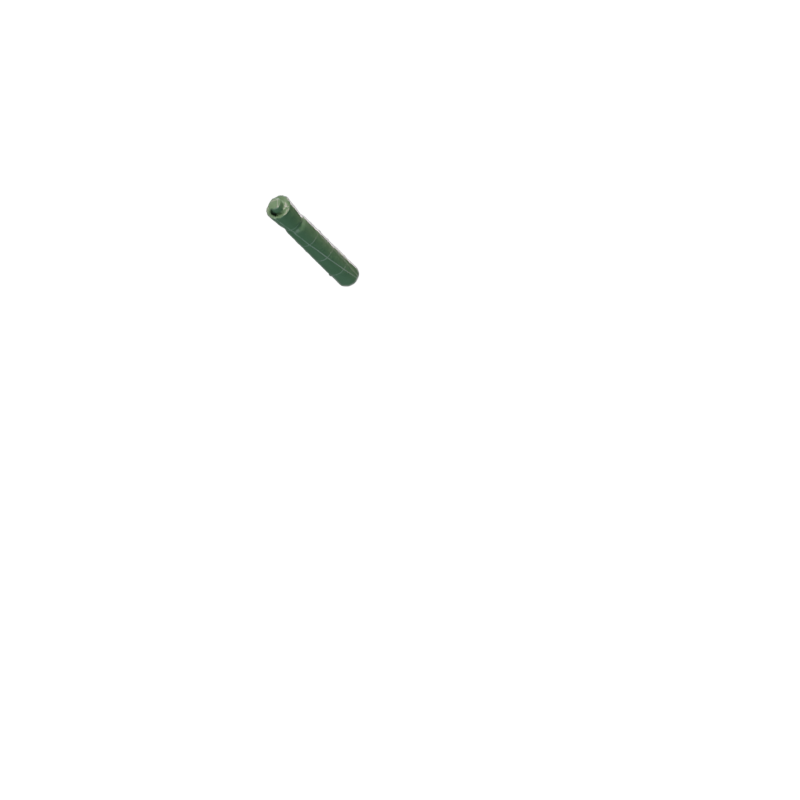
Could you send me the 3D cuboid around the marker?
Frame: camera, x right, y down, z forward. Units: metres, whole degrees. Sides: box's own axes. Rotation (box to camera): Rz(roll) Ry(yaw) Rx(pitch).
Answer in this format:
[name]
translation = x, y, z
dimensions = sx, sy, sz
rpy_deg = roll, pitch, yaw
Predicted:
[marker]
translation = -0.064, -0.116, 0.812
dimensions = 0.020, 0.020, 0.112
rpy_deg = 2, -20, 28
